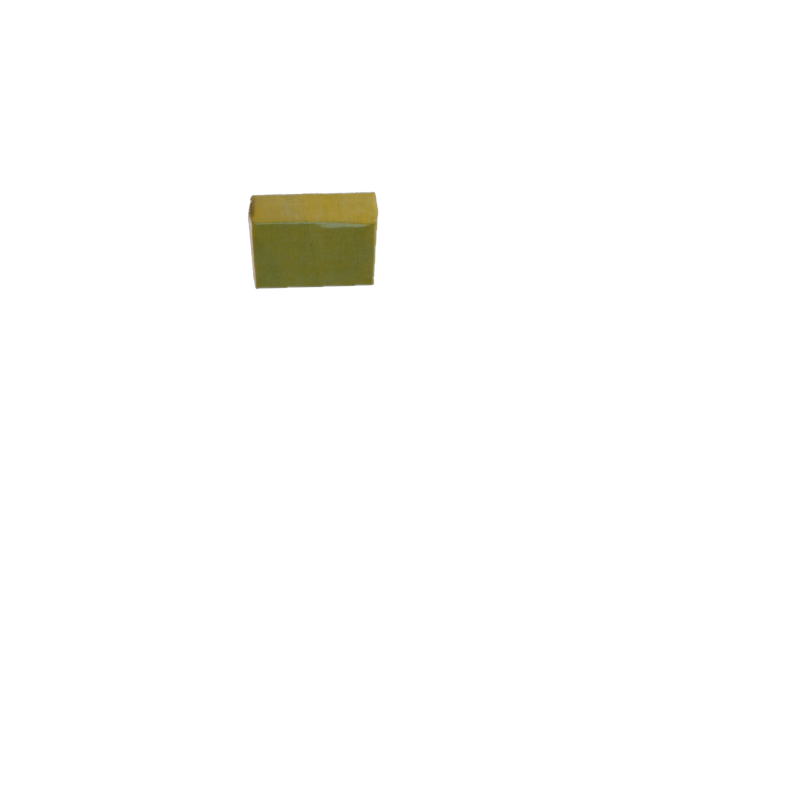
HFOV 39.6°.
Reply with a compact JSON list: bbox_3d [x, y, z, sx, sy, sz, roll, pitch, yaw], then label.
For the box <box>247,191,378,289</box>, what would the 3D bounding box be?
[{"bbox_3d":[-0.078,-0.142,0.995,0.113,0.042,0.084,1,-38,-1],"label":"box"}]
